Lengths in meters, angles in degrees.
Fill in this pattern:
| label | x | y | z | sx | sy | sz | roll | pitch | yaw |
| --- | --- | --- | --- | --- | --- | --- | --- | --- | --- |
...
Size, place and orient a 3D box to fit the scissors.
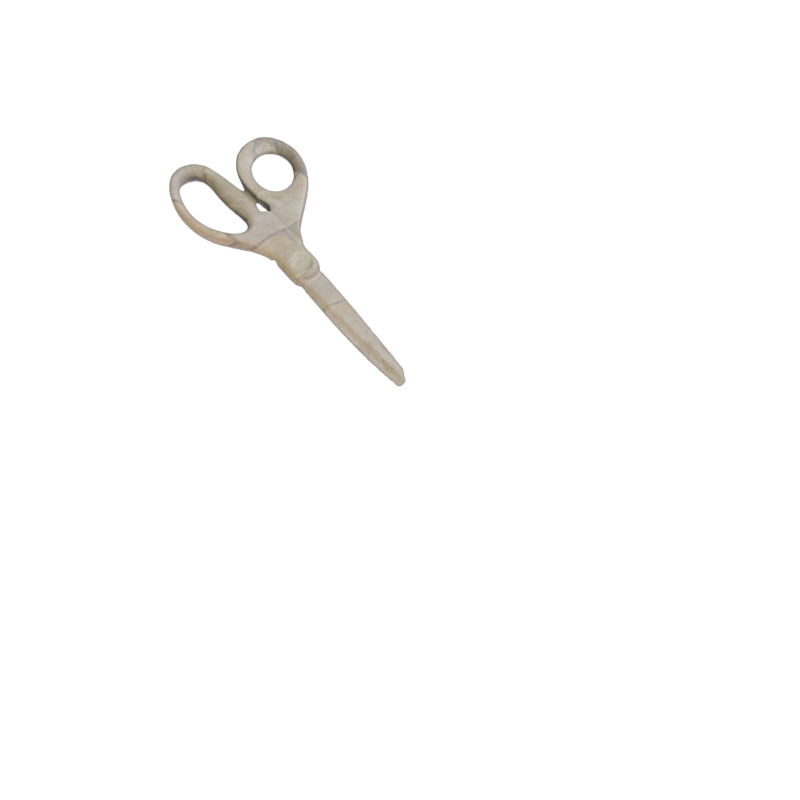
| label | x | y | z | sx | sy | sz | roll | pitch | yaw |
| --- | --- | --- | --- | --- | --- | --- | --- | --- | --- |
| scissors | -0.053 | -0.097 | 0.682 | 0.211 | 0.098 | 0.015 | 34 | -26 | 19 |
